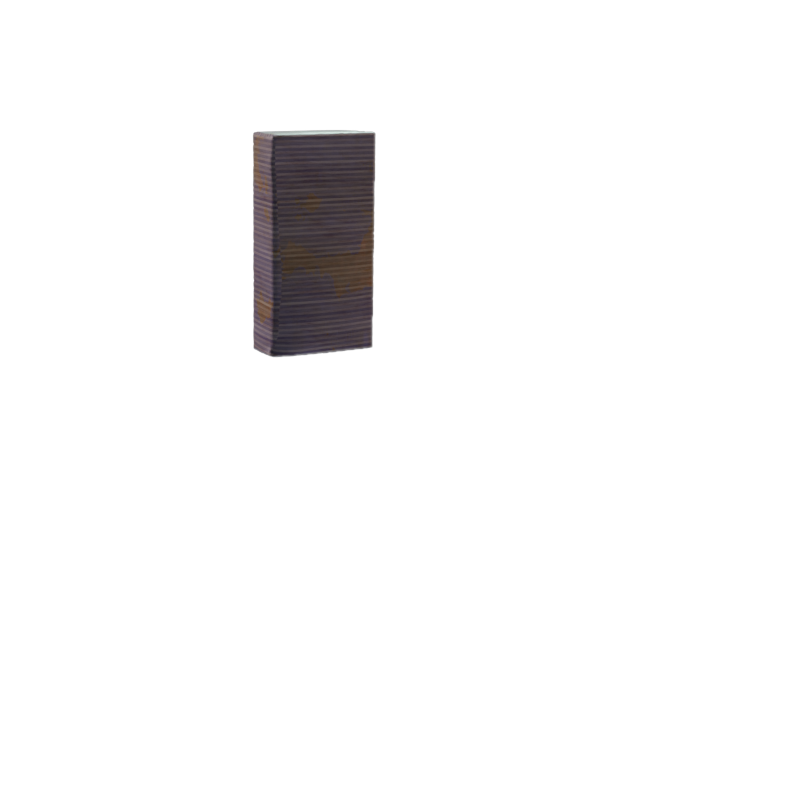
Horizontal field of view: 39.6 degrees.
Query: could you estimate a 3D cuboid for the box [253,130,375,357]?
[{"bbox_3d":[-0.069,-0.126,0.883,0.091,0.173,0.050,-4,9,-29],"label":"box"}]
